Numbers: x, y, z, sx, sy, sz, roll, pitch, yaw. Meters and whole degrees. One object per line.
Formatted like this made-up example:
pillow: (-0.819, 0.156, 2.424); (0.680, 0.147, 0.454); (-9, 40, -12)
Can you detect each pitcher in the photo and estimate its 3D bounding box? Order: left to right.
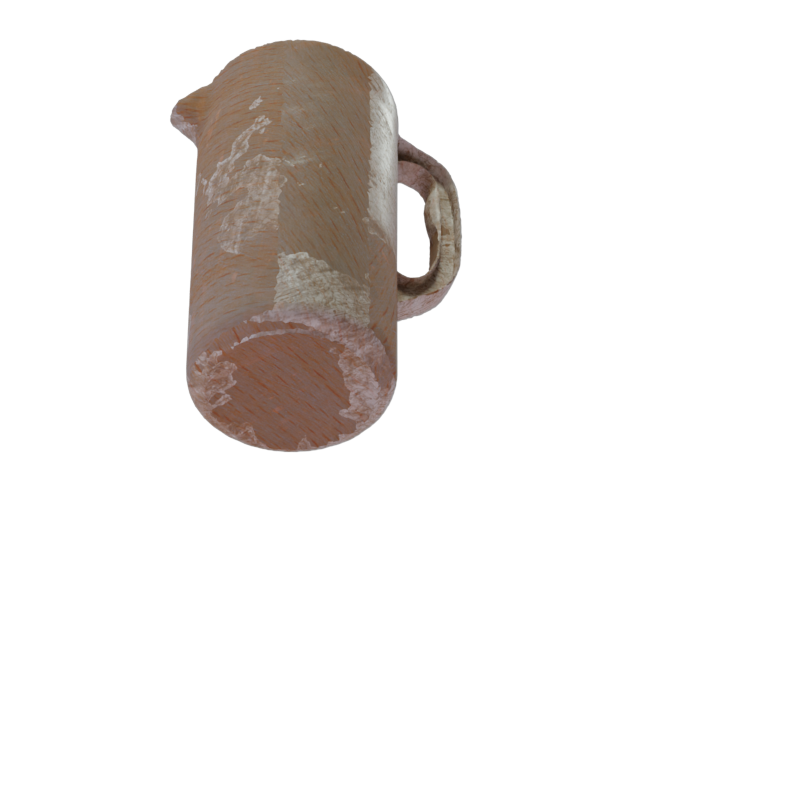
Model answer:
pitcher: (-0.051, -0.093, 0.649); (0.150, 0.261, 0.134); (-20, -47, 16)
